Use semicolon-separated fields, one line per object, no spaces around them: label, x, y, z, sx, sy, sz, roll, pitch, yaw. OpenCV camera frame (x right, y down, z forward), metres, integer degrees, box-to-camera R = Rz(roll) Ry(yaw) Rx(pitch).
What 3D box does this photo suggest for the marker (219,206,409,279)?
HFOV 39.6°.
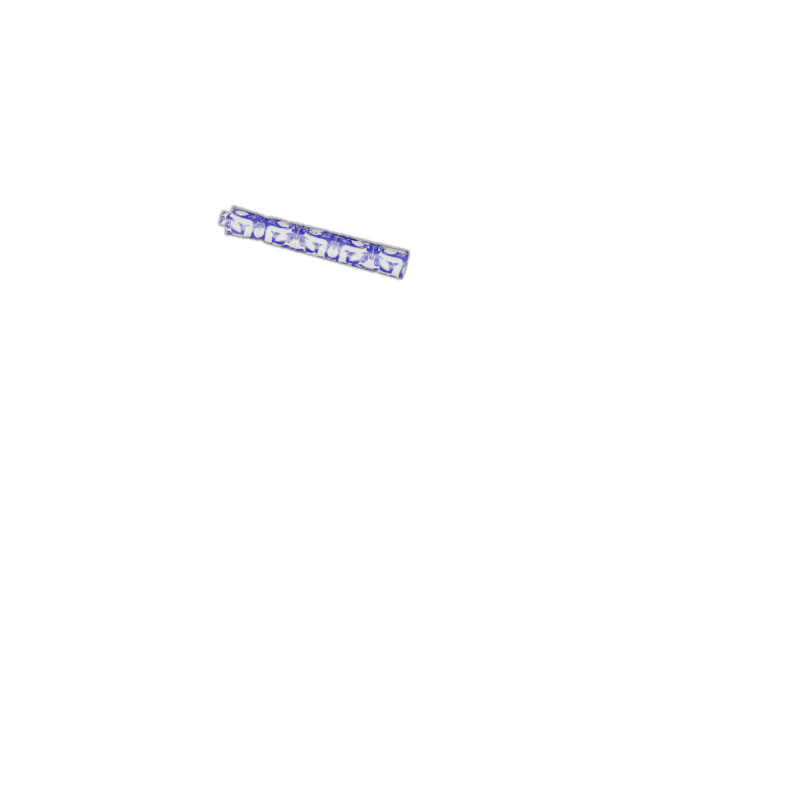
marker;-0.055;-0.100;0.700;0.121;0.020;0.020;15;4;1
